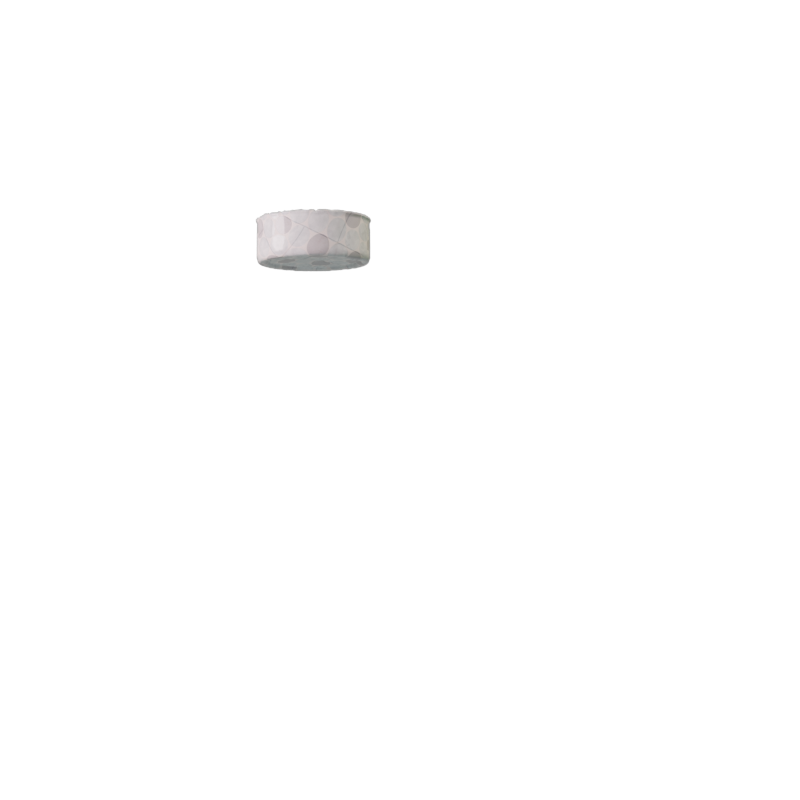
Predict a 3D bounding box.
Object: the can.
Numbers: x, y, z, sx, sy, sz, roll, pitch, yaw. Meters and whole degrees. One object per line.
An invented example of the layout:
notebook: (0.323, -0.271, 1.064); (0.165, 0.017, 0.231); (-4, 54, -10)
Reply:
can: (-0.065, -0.118, 0.826); (0.086, 0.034, 0.085); (0, -3, -2)
